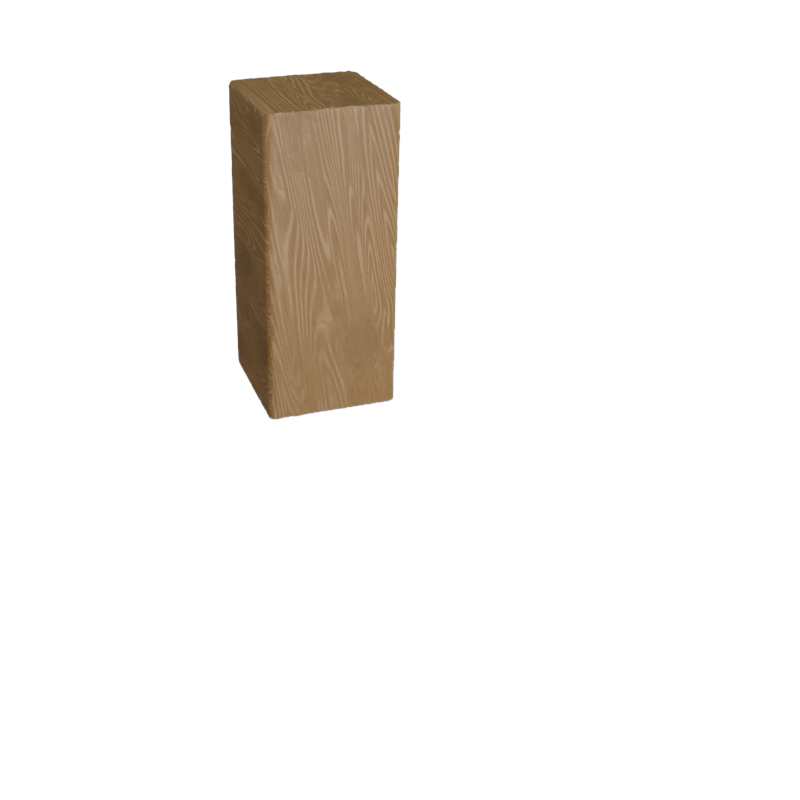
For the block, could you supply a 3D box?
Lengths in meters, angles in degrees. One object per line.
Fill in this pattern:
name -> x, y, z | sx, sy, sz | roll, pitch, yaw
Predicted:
block -> -0.058, -0.105, 0.734 | 0.089, 0.196, 0.097 | -7, 26, -19
